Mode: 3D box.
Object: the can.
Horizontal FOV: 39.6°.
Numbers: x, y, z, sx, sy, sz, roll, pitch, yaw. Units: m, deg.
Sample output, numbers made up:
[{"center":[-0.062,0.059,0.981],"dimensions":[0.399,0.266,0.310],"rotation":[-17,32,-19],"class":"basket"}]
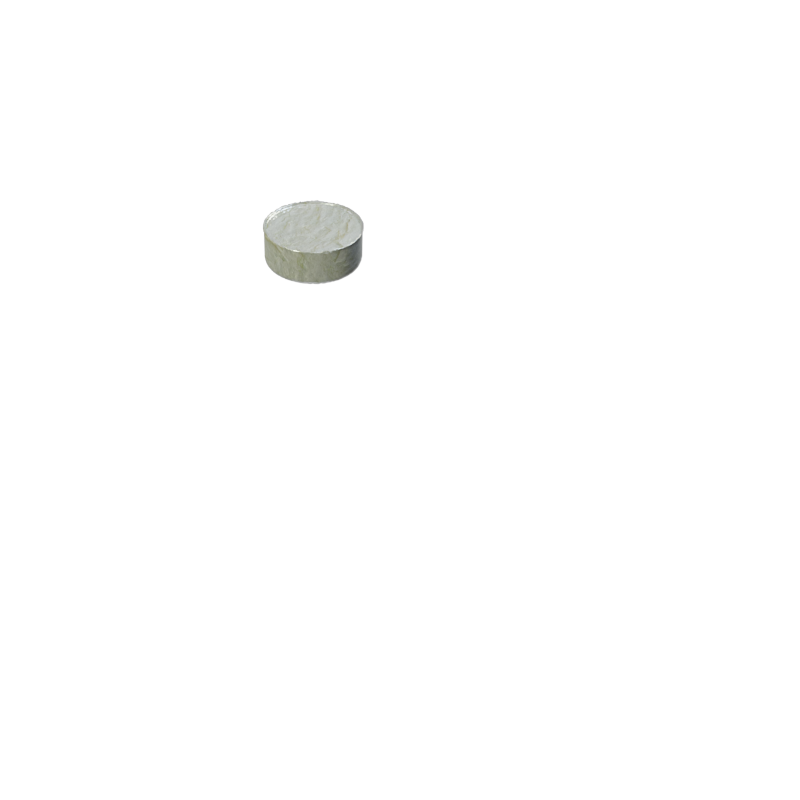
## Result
[{"center":[-0.074,-0.136,0.950],"dimensions":[0.086,0.031,0.092],"rotation":[-1,37,-2],"class":"can"}]
